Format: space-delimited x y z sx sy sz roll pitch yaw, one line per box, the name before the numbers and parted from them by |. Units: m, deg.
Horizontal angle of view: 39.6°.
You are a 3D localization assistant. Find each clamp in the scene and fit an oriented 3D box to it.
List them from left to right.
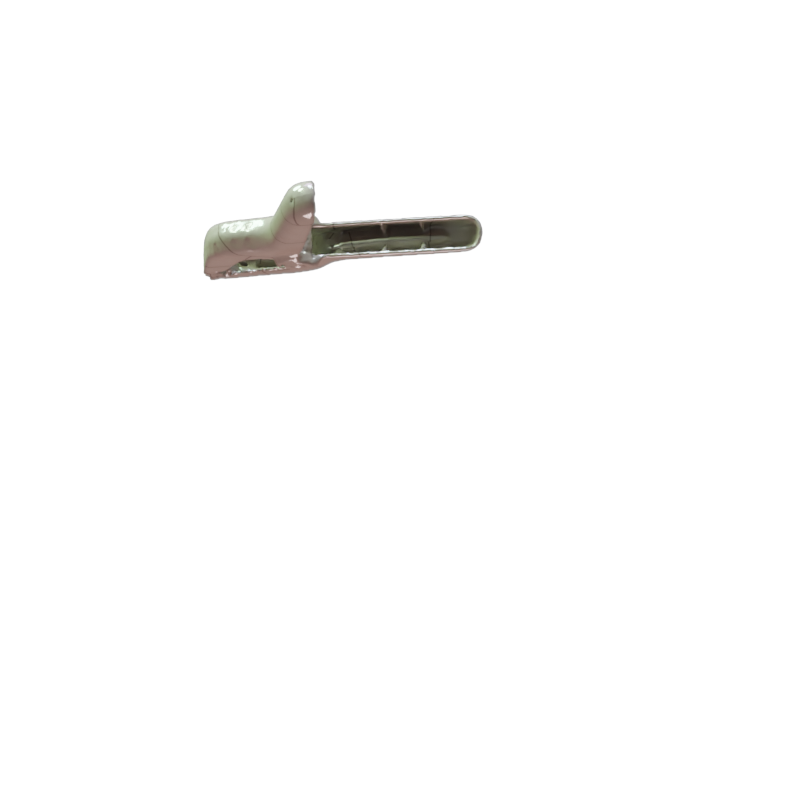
clamp | -0.060 -0.110 0.770 0.157 0.037 0.215 3 -6 -38
